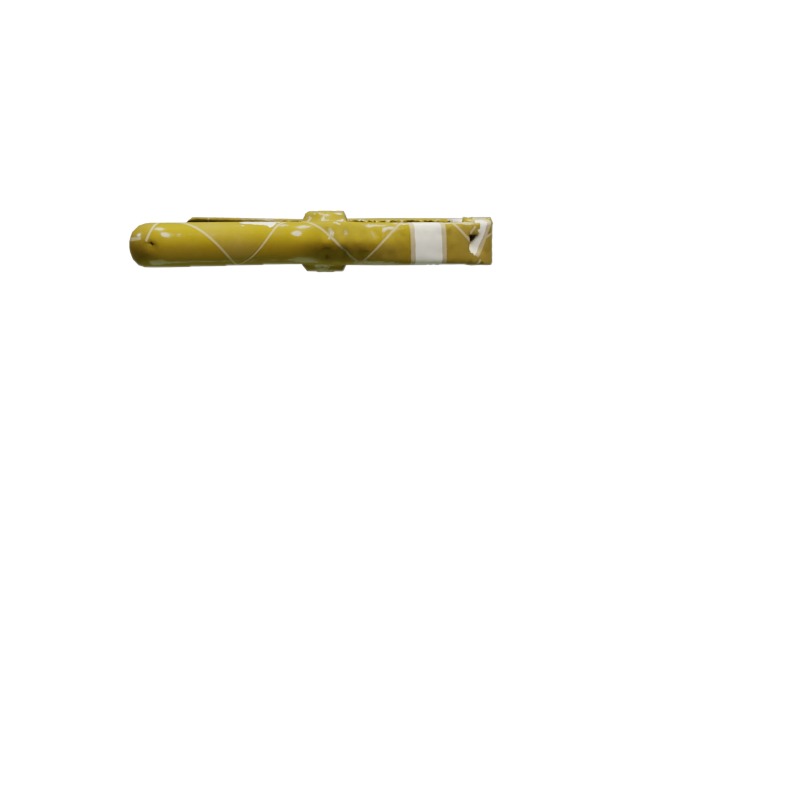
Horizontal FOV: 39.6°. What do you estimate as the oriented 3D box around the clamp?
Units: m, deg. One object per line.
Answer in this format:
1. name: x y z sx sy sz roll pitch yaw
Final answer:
1. clamp: -0.052 -0.095 0.662 0.213 0.036 0.165 2 11 9
